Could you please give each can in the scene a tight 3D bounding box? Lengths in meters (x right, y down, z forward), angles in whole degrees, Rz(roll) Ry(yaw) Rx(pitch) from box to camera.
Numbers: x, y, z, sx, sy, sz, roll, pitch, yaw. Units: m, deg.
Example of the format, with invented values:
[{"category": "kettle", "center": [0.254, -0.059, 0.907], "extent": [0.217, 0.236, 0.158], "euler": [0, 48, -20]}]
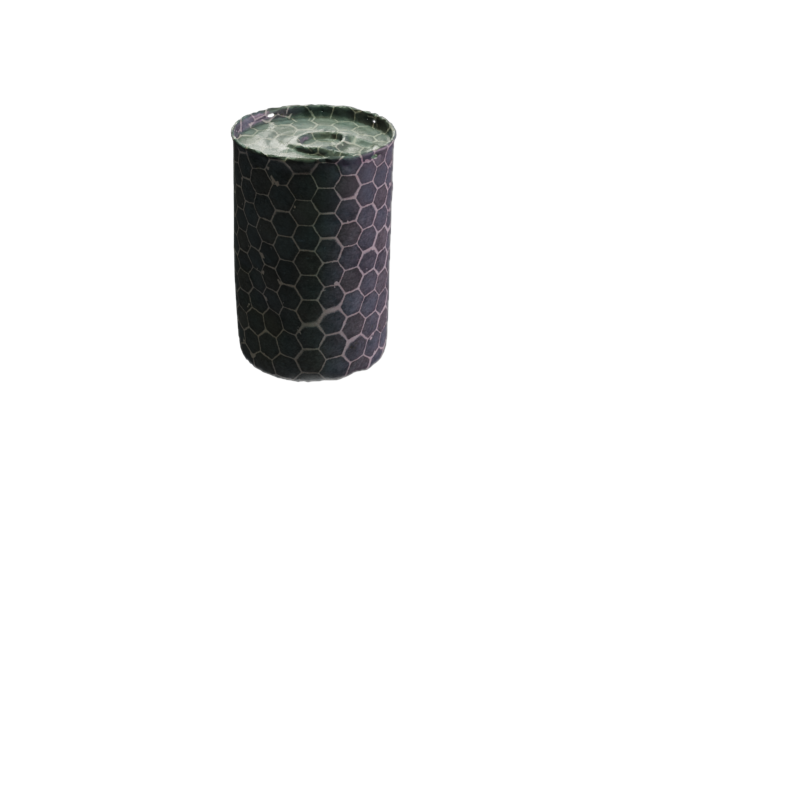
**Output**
[{"category": "can", "center": [-0.037, -0.068, 0.474], "extent": [0.068, 0.097, 0.073], "euler": [0, 28, -2]}]
